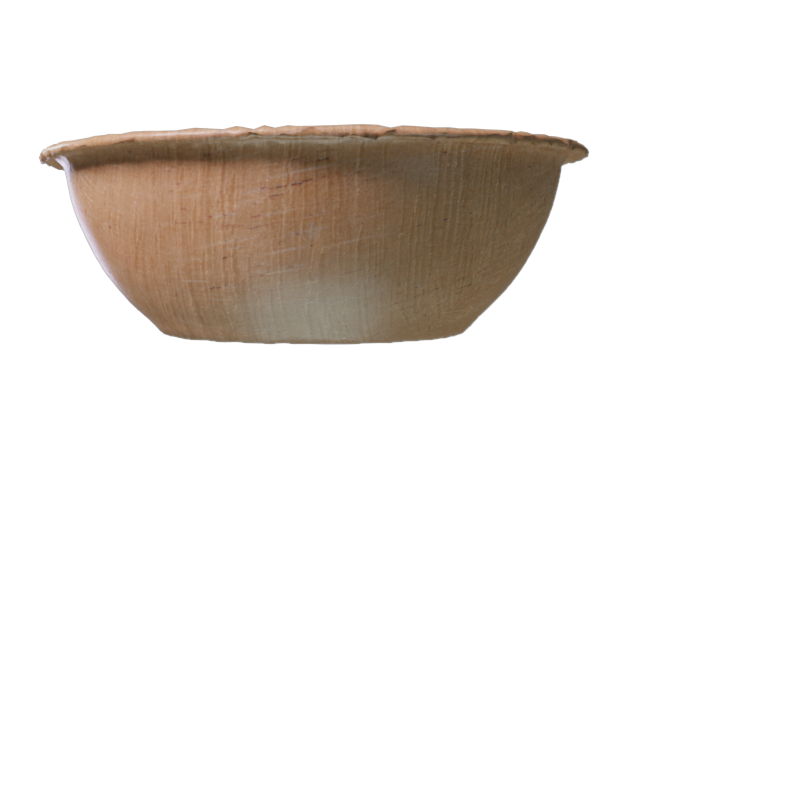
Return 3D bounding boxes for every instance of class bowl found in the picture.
[{"bbox_3d":[-0.026,-0.048,0.335,0.162,0.055,0.164,0,7,-2],"label":"bowl"}]
